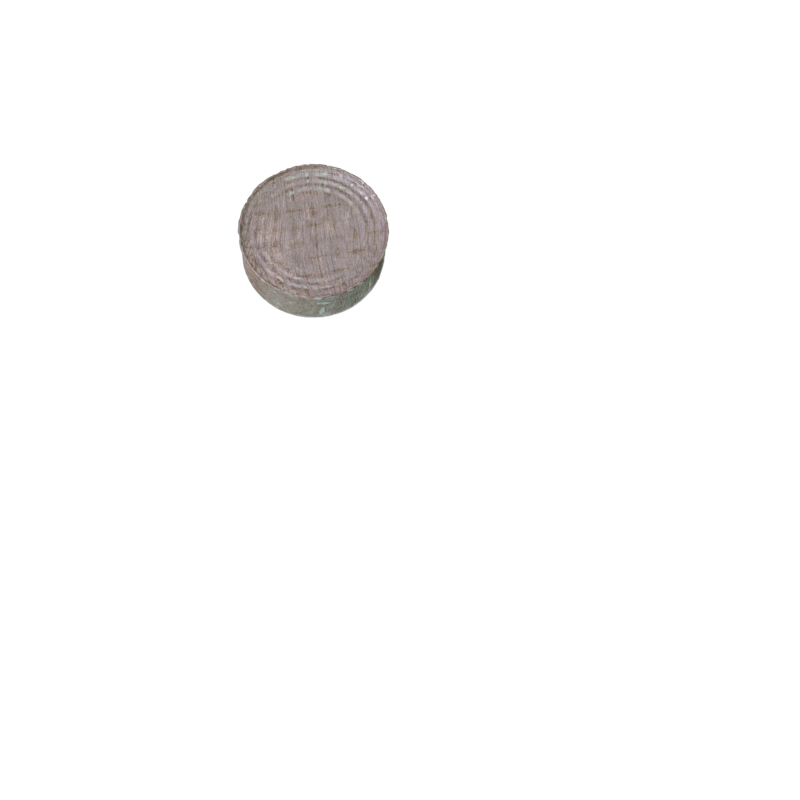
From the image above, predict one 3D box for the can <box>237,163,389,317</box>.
[{"bbox_3d":[-0.050,-0.092,0.643,0.086,0.091,0.032,-1,-25,-1],"label":"can"}]
